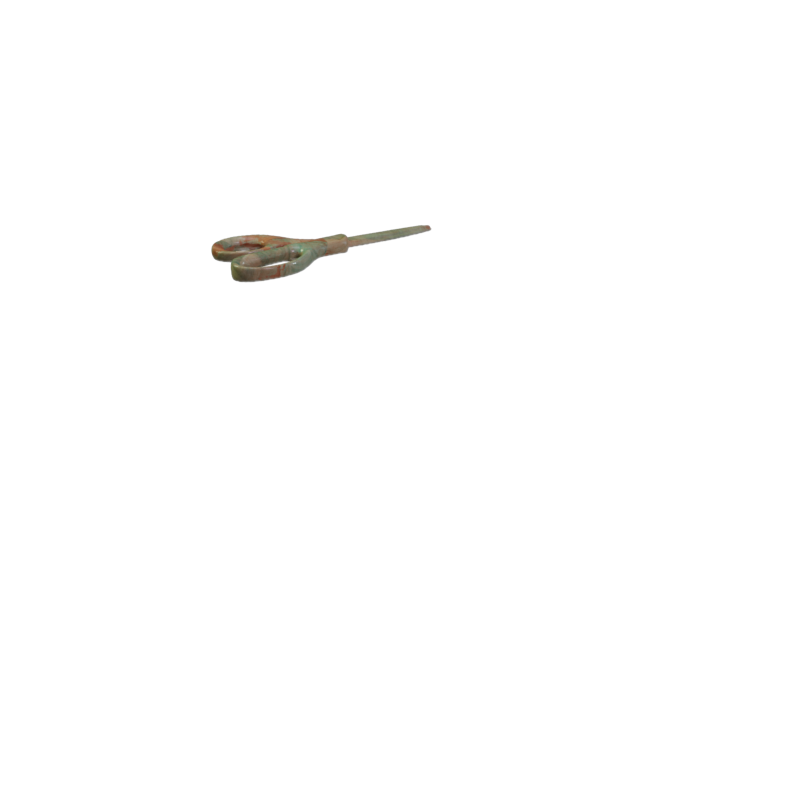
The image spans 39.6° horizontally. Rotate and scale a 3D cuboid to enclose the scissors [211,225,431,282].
[{"bbox_3d":[-0.073,-0.133,0.934,0.102,0.015,0.199,20,31,37],"label":"scissors"}]
